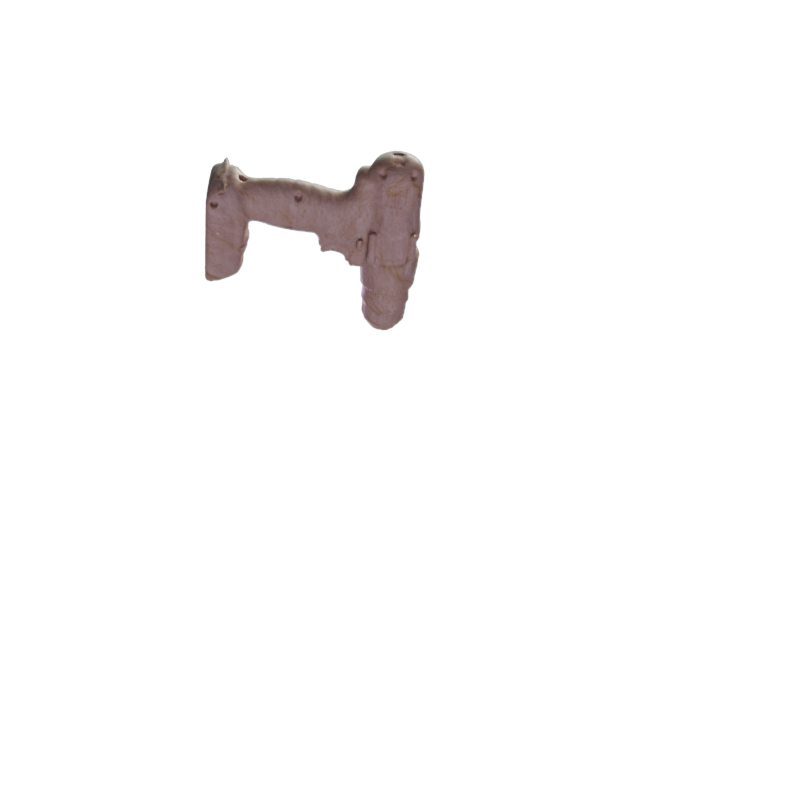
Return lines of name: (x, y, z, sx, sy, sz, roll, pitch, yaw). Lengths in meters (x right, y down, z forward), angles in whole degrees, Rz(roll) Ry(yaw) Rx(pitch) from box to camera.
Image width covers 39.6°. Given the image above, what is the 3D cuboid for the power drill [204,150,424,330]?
power drill: (-0.076, -0.139, 0.972, 0.187, 0.173, 0.061, 3, 39, -3)
